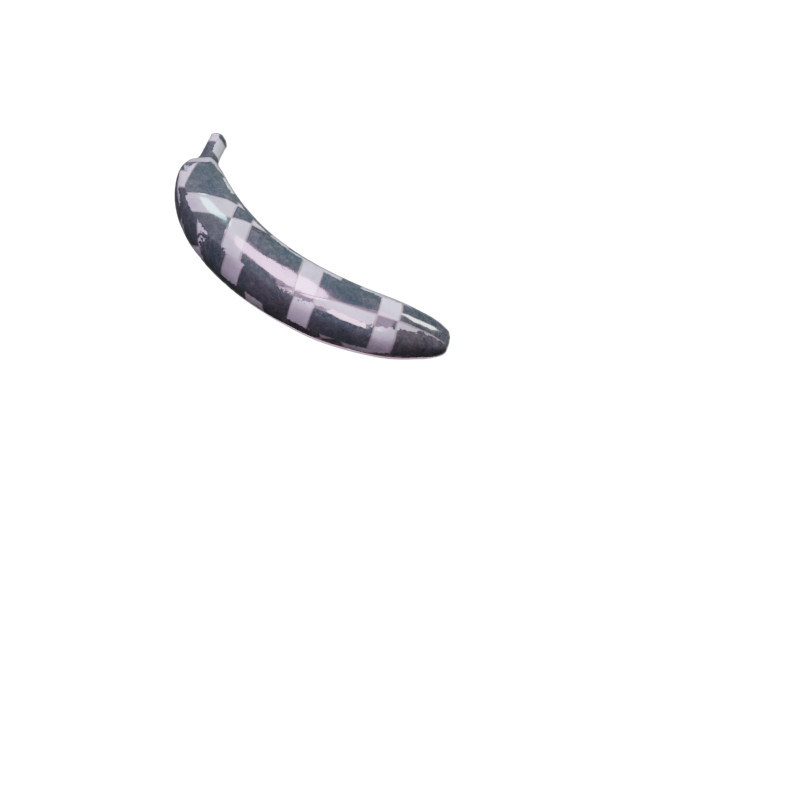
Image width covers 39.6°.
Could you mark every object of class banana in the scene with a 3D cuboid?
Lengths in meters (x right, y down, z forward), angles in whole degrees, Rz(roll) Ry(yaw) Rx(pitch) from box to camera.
[{"bbox_3d":[-0.064,-0.078,0.605,0.070,0.209,0.034,-38,-24,-20],"label":"banana"}]
